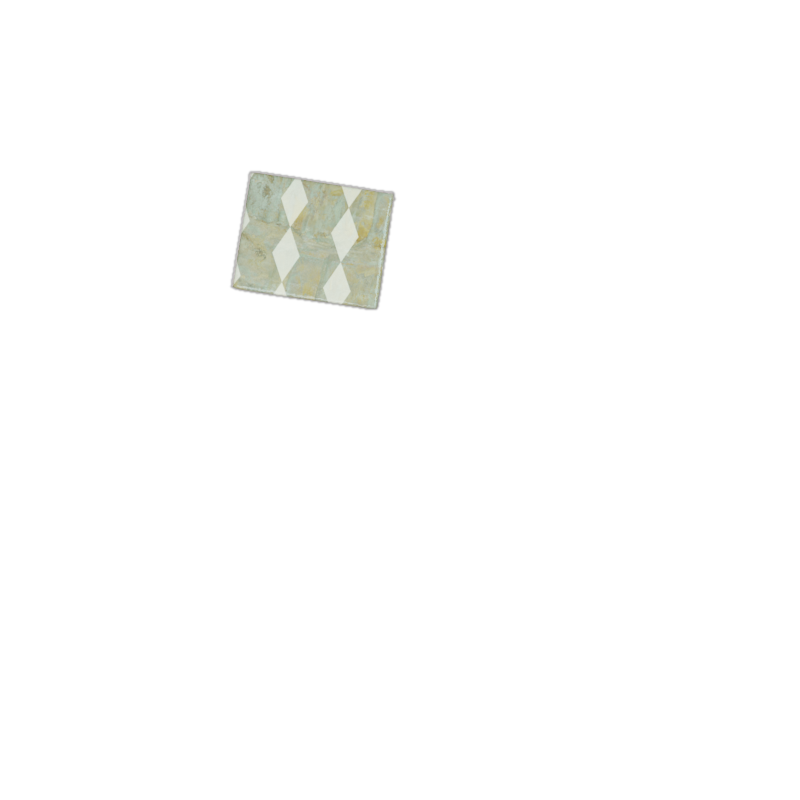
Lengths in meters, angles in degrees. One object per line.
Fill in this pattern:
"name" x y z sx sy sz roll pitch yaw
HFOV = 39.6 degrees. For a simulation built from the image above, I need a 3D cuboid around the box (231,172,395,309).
"box" -0.066 -0.120 0.844 0.113 0.090 0.039 8 -2 0
